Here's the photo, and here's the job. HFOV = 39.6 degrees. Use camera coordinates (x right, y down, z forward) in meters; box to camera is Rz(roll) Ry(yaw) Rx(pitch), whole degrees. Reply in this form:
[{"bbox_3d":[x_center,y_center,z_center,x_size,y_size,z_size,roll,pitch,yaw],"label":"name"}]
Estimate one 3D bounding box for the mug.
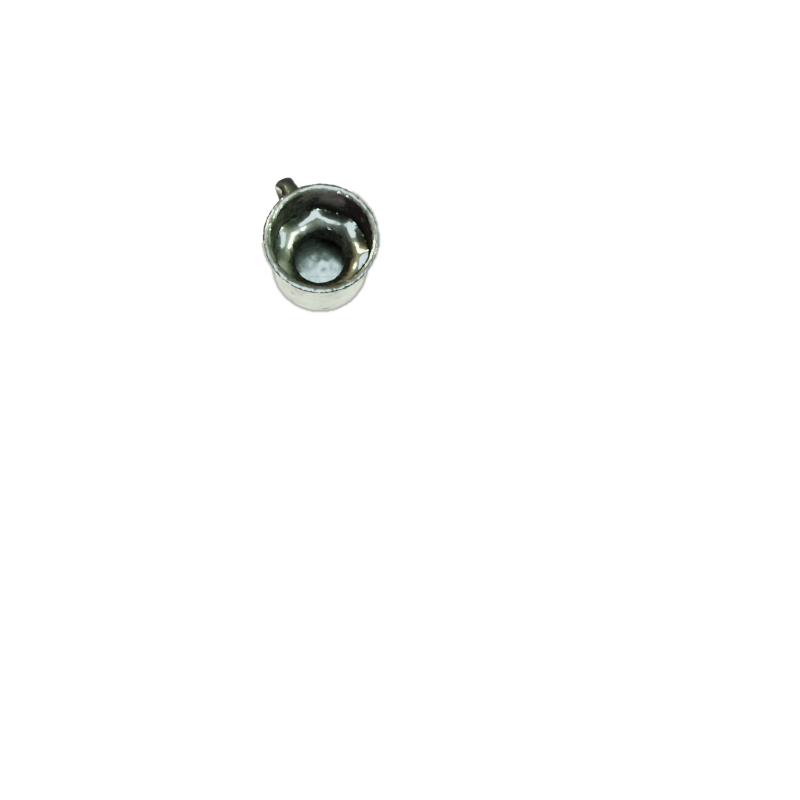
[{"bbox_3d":[-0.072,-0.132,0.923,0.093,0.122,0.078,-30,-14,-10],"label":"mug"}]
